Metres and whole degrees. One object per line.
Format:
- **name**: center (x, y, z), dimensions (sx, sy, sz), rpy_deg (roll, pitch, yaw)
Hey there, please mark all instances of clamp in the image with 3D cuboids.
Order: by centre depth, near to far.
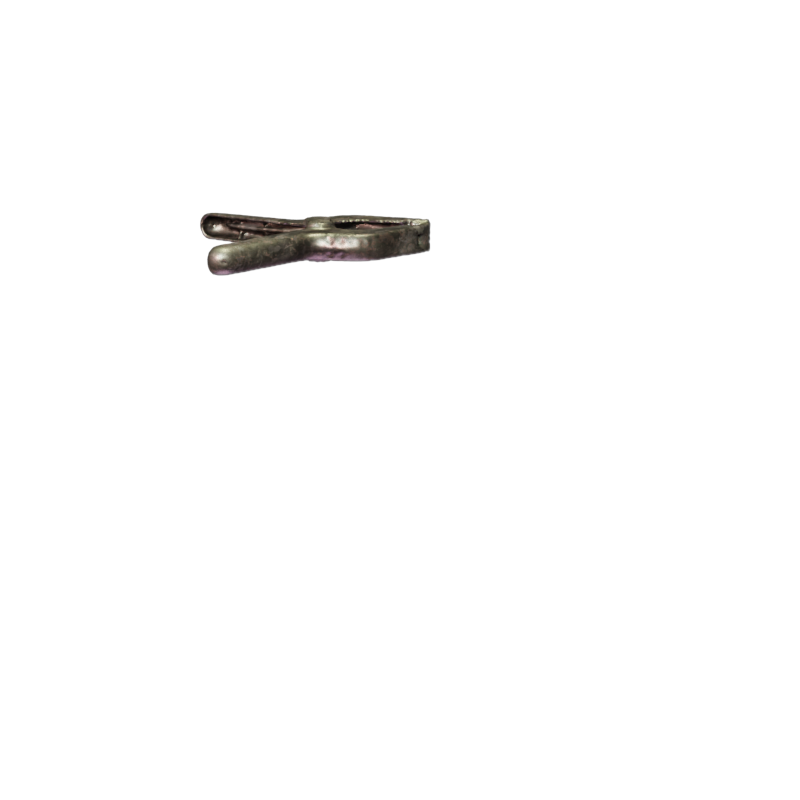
- **clamp**: center (-0.076, -0.139, 0.971), dimensions (0.209, 0.035, 0.172), rpy_deg (-1, 21, -2)
